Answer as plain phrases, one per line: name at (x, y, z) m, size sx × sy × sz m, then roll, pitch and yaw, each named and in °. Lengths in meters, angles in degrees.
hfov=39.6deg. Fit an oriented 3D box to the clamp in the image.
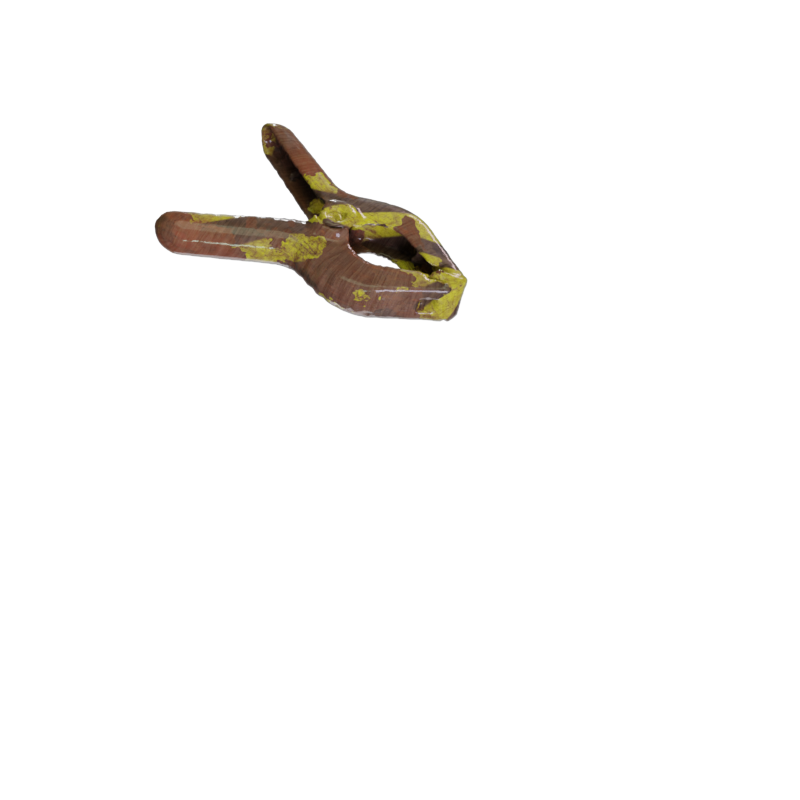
clamp at (-0.049, -0.089, 0.622) m, size 0.181 × 0.036 × 0.122 m, roll 33°, pitch 58°, yaw 24°
